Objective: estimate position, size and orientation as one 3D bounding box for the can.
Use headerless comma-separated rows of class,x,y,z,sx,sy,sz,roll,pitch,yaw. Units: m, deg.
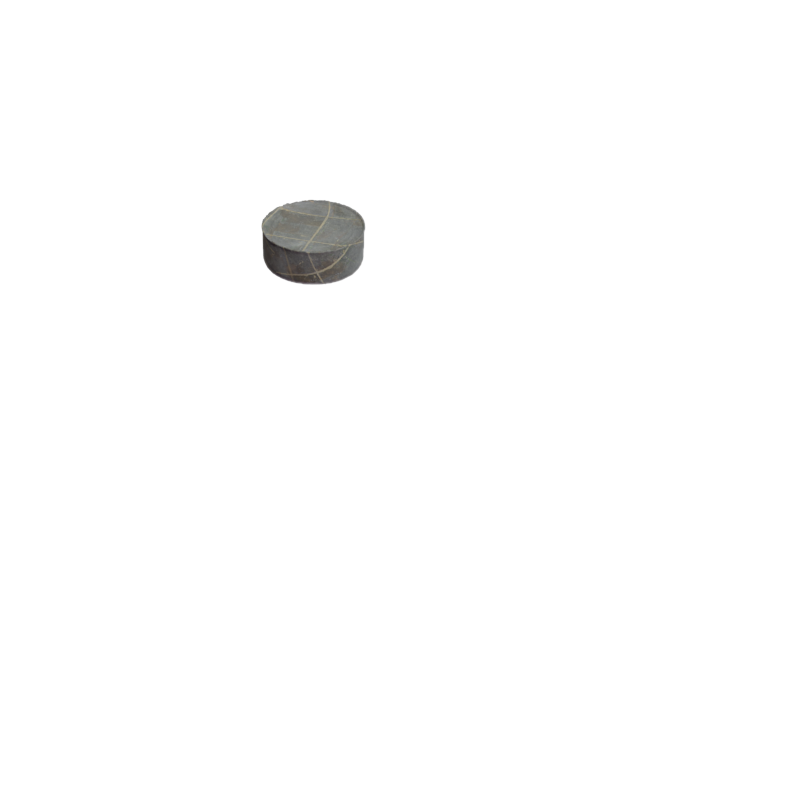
can,-0.072,-0.132,0.923,0.086,0.031,0.092,-1,36,-2
